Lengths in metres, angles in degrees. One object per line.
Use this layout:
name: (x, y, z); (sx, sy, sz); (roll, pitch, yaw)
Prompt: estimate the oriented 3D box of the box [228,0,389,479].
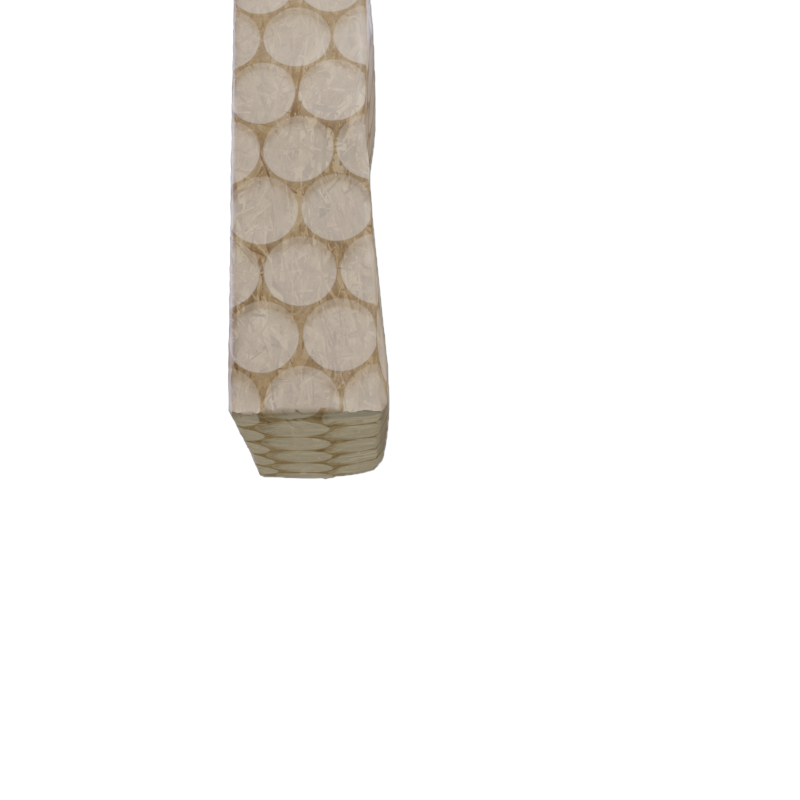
box: (-0.044, -0.080, 0.558); (0.072, 0.224, 0.157); (-1, -18, -1)
